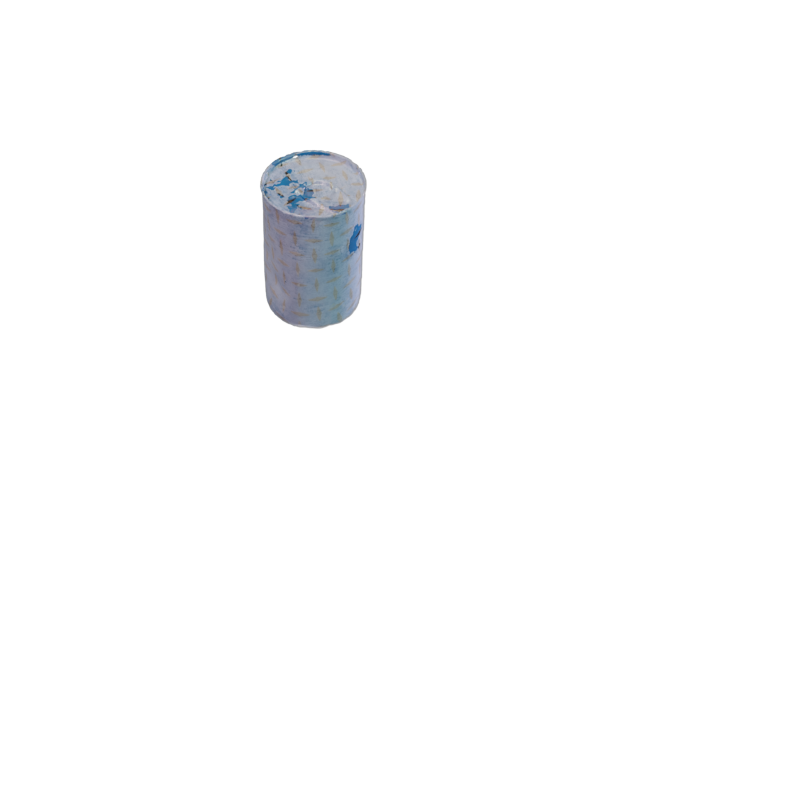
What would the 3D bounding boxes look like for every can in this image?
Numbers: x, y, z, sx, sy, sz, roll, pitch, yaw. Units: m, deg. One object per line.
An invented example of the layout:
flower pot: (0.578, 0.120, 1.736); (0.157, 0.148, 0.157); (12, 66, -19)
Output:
can: (-0.058, -0.105, 0.737); (0.068, 0.074, 0.095); (0, -44, -3)
